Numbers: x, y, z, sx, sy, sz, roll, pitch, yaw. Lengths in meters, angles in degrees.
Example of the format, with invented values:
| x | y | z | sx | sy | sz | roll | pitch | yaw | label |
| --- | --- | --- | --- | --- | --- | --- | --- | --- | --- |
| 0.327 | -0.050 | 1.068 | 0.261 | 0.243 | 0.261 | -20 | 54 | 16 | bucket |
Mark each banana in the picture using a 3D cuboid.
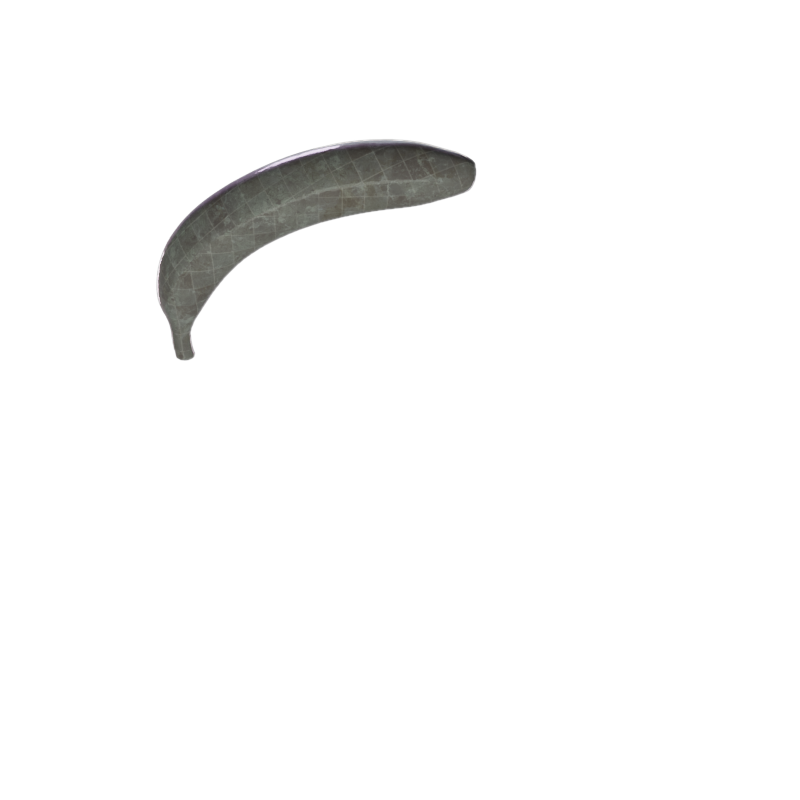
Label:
| x | y | z | sx | sy | sz | roll | pitch | yaw | label |
| --- | --- | --- | --- | --- | --- | --- | --- | --- | --- |
| -0.059 | -0.092 | 0.577 | 0.197 | 0.039 | 0.065 | -28 | -54 | 21 | banana |
